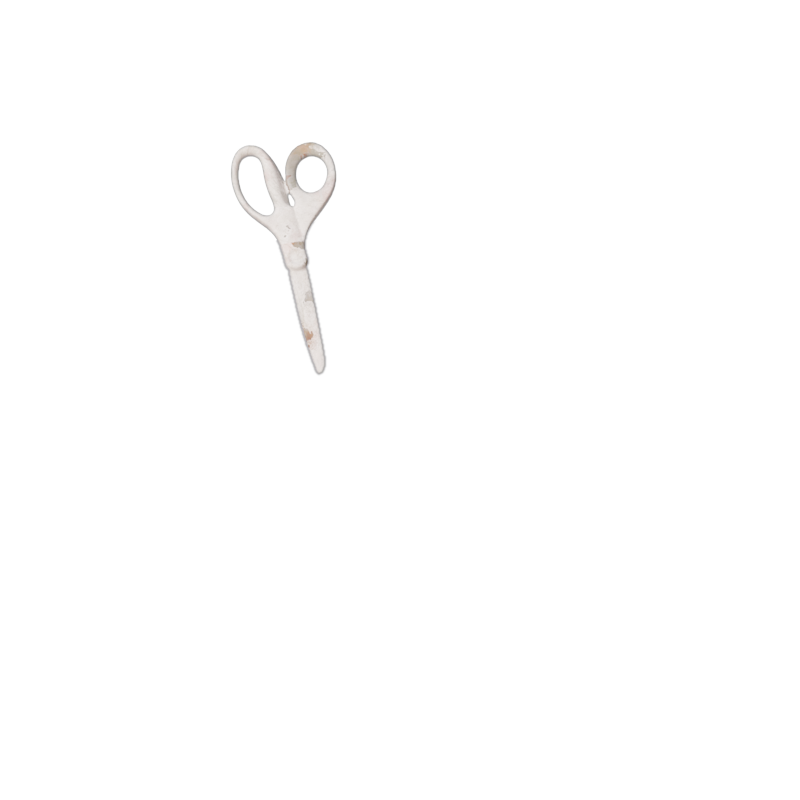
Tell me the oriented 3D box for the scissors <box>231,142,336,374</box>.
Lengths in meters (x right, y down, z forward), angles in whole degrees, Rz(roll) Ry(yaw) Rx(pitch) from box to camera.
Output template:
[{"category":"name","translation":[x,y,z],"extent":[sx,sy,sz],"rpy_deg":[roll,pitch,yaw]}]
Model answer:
[{"category":"scissors","translation":[-0.071,-0.130,0.910],"extent":[0.096,0.211,0.015],"rpy_deg":[-27,-17,-9]}]
